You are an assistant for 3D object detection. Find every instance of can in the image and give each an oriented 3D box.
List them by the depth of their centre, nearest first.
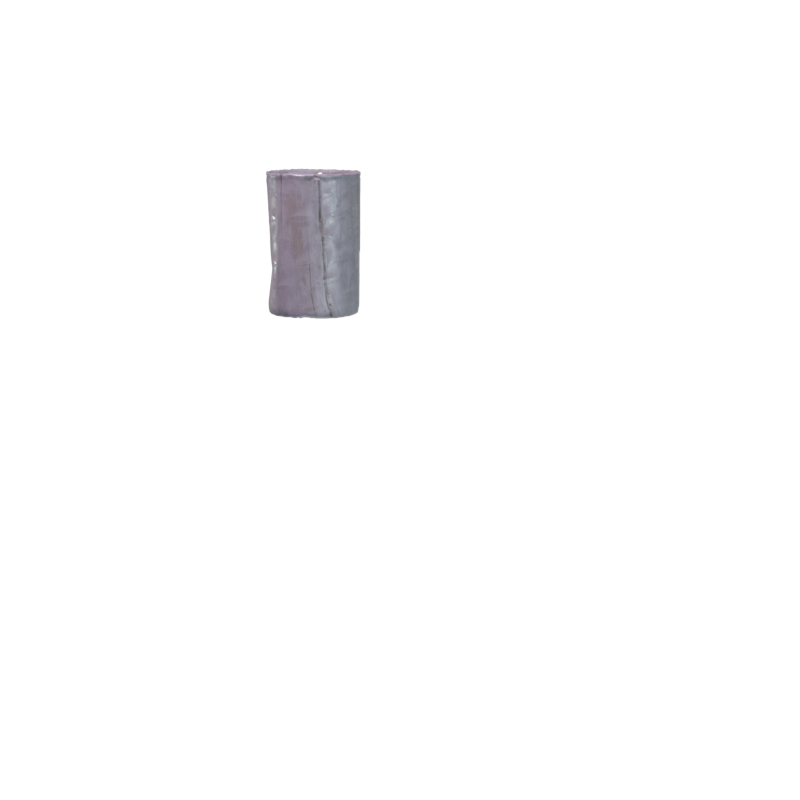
[{"bbox_3d":[-0.063,-0.114,0.799,0.068,0.100,0.070,0,9,-2],"label":"can"}]
